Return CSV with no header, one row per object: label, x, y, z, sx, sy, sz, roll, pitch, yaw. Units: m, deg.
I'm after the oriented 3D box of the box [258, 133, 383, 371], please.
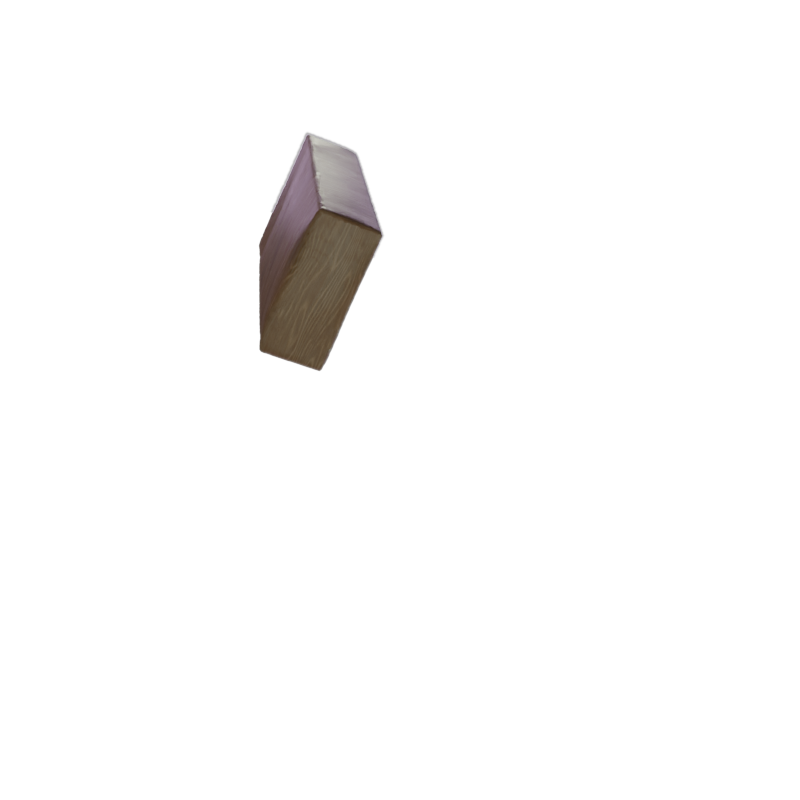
box,-0.054,-0.099,0.696,0.047,0.091,0.186,22,22,-14
